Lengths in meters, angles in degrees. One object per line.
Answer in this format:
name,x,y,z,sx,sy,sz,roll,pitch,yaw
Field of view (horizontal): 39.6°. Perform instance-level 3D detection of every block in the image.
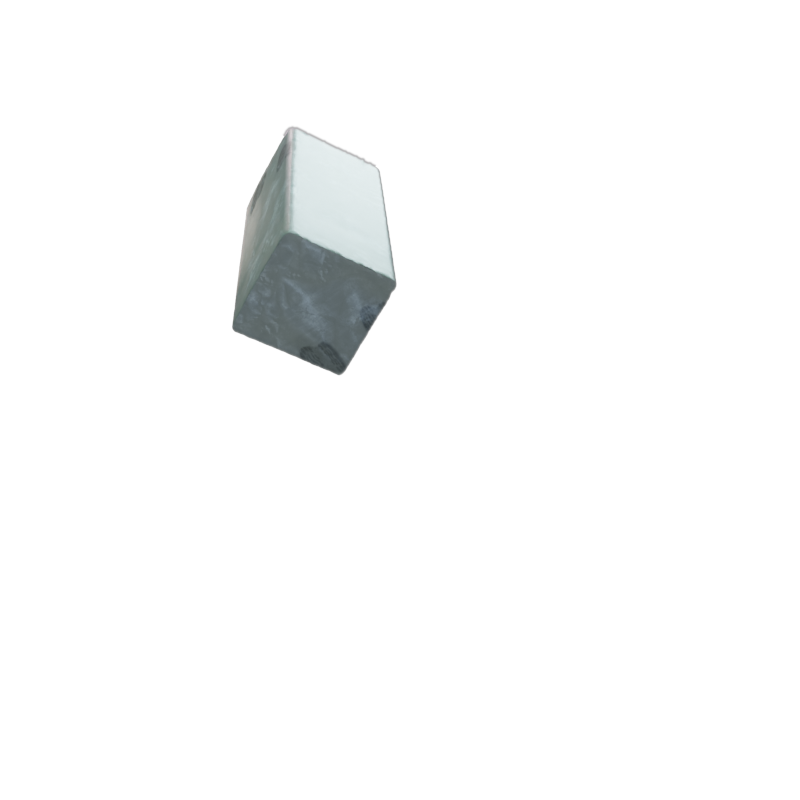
block,-0.068,-0.125,0.869,0.088,0.087,0.219,23,27,-17
